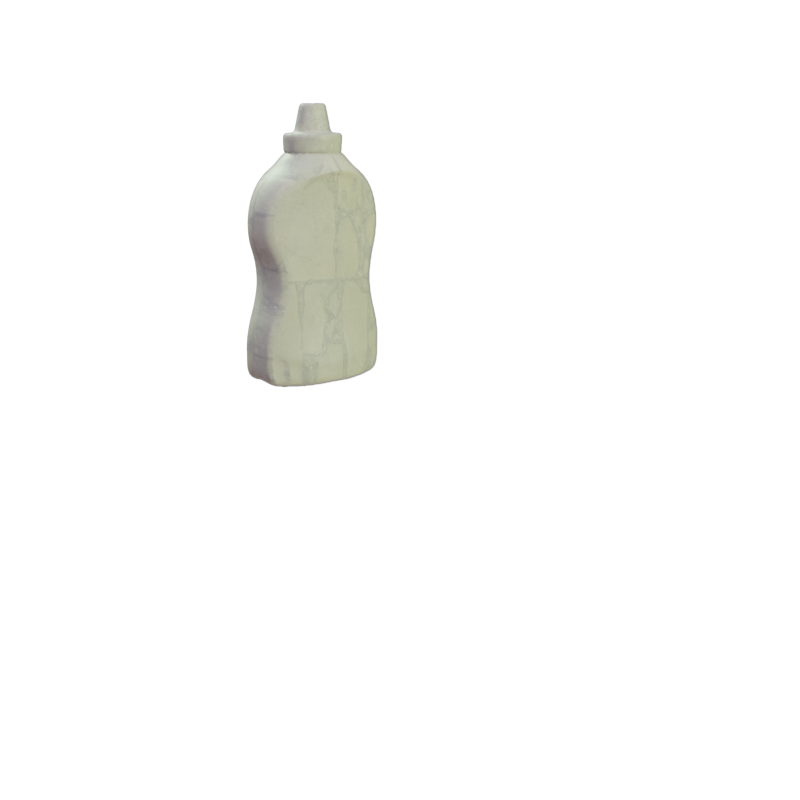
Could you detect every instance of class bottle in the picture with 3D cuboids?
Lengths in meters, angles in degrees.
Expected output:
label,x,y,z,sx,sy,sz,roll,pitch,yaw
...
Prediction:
label,x,y,z,sx,sy,sz,roll,pitch,yaw
bottle,-0.061,-0.111,0.774,0.093,0.188,0.061,-6,11,-35
